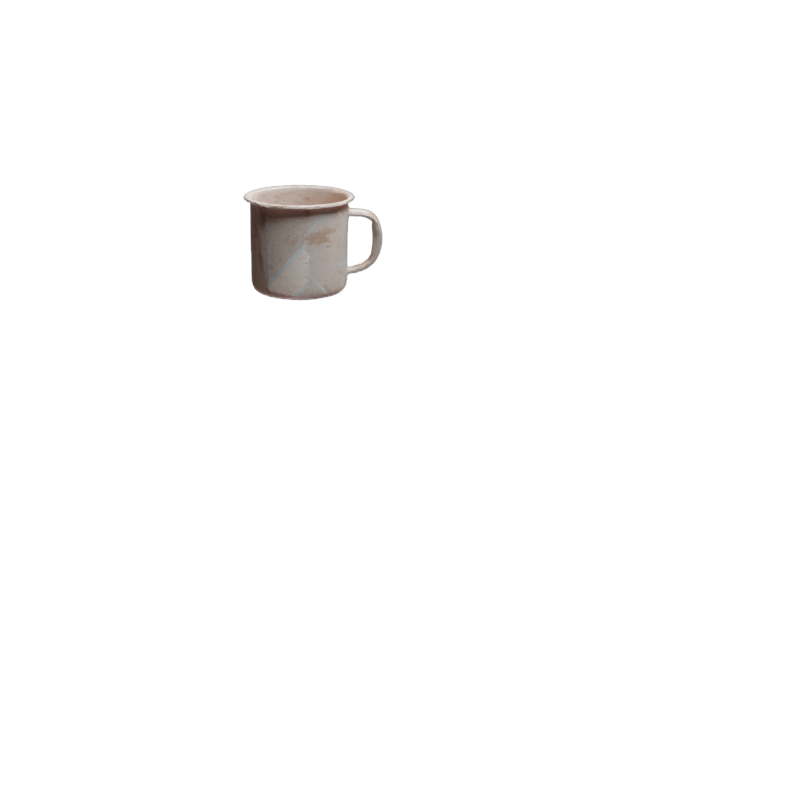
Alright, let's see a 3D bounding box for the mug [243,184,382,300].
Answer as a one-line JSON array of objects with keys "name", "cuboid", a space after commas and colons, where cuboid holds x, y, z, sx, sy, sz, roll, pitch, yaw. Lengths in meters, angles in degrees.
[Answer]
[{"name": "mug", "cuboid": [-0.073, -0.134, 0.937, 0.116, 0.079, 0.098, -2, 18, -7]}]
